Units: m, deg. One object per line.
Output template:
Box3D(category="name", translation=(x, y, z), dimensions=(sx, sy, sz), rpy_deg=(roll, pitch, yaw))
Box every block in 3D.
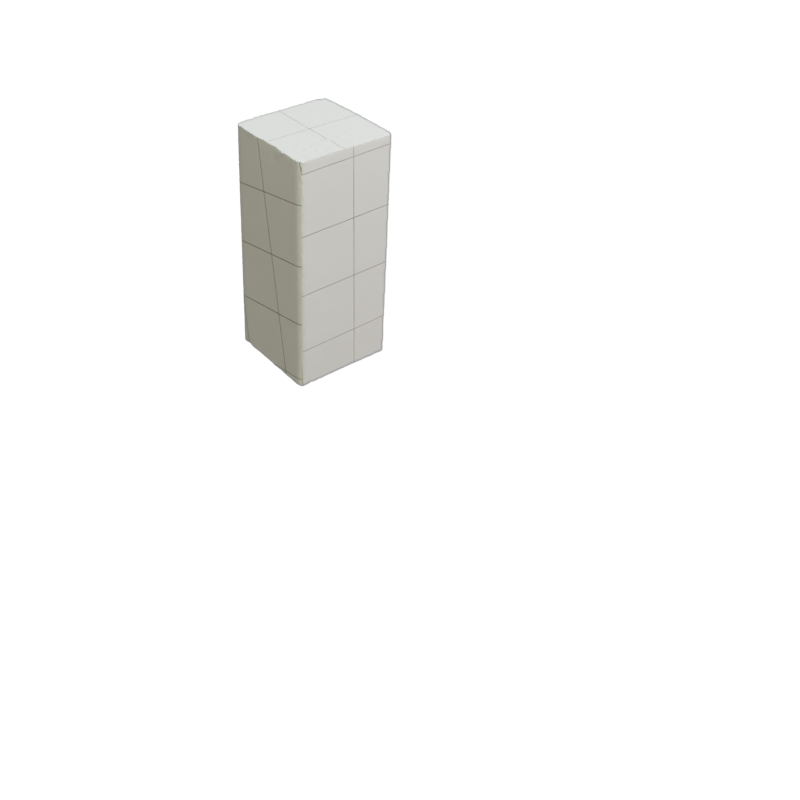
Box3D(category="block", translation=(-0.072, -0.131, 0.914), dimensions=(0.090, 0.193, 0.097), rpy_deg=(-23, 41, -32))
